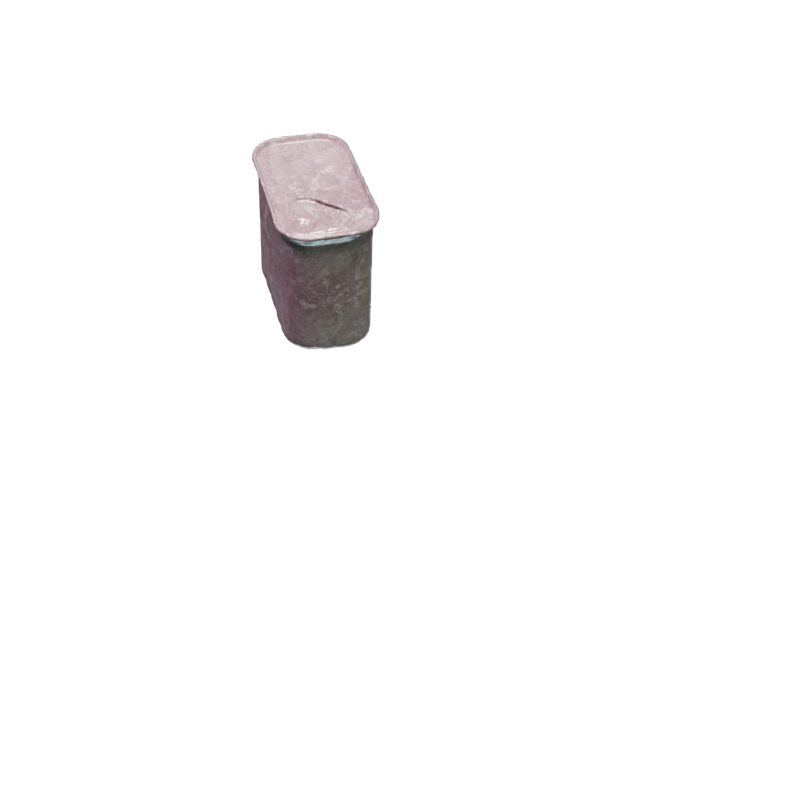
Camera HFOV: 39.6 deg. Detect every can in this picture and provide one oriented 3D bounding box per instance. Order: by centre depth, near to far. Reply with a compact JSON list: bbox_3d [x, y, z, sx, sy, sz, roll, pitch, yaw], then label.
[{"bbox_3d":[-0.050,-0.091,0.639,0.057,0.078,0.110,-9,42,-13],"label":"can"}]
